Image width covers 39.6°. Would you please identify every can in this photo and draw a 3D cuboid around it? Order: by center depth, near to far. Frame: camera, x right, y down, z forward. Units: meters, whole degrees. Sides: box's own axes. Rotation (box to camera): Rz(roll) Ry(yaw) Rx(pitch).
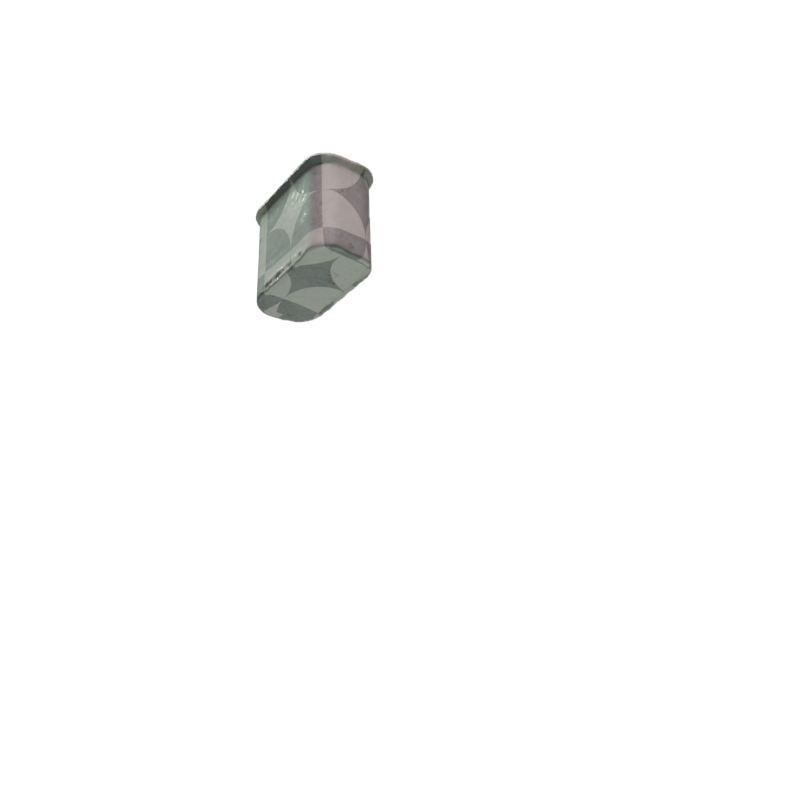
[{"bbox_3d":[-0.063,-0.115,0.808,0.055,0.090,0.100,20,-39,-30],"label":"can"}]
